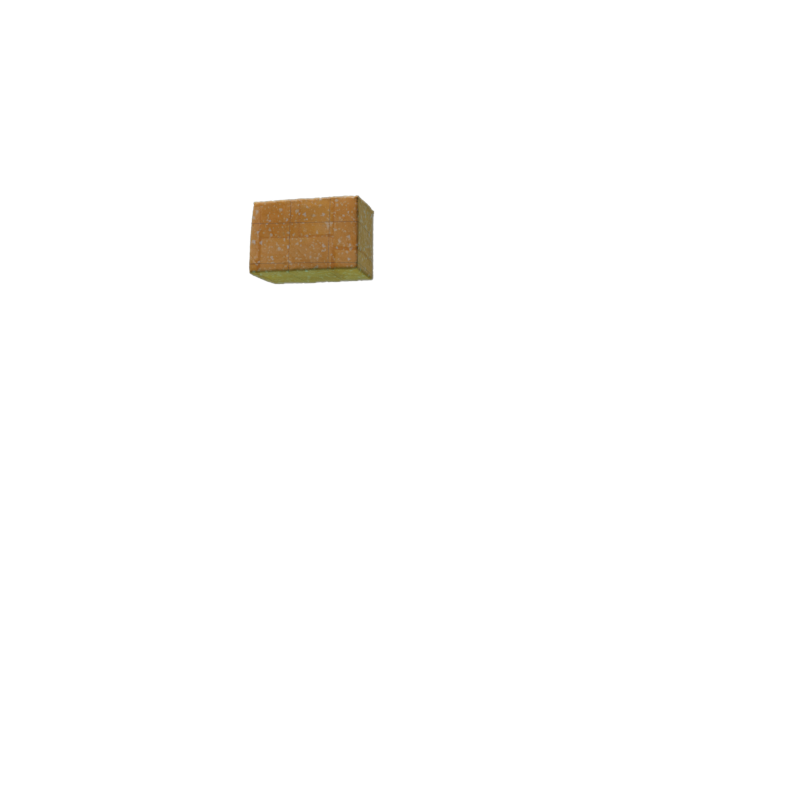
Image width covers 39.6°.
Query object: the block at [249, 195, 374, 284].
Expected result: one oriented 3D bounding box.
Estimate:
[{"bbox_3d":[-0.061,-0.111,0.777,0.079,0.052,0.051,-2,-7,14],"label":"block"}]
